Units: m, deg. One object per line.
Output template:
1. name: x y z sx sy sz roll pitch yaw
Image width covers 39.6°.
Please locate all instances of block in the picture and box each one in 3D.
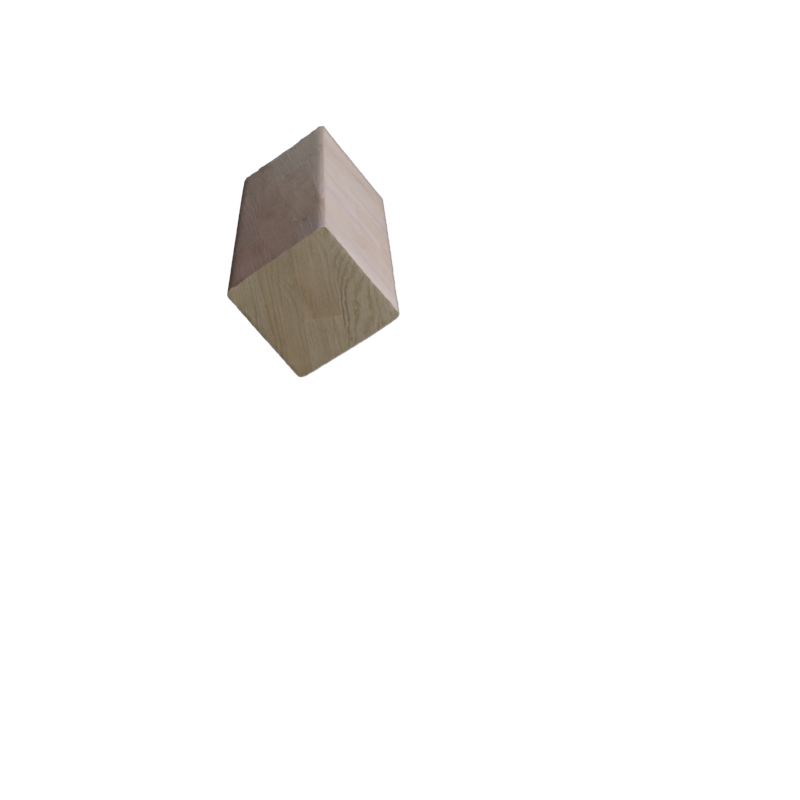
1. block: -0.068 -0.123 0.862 0.090 0.086 0.219 -33 28 15
